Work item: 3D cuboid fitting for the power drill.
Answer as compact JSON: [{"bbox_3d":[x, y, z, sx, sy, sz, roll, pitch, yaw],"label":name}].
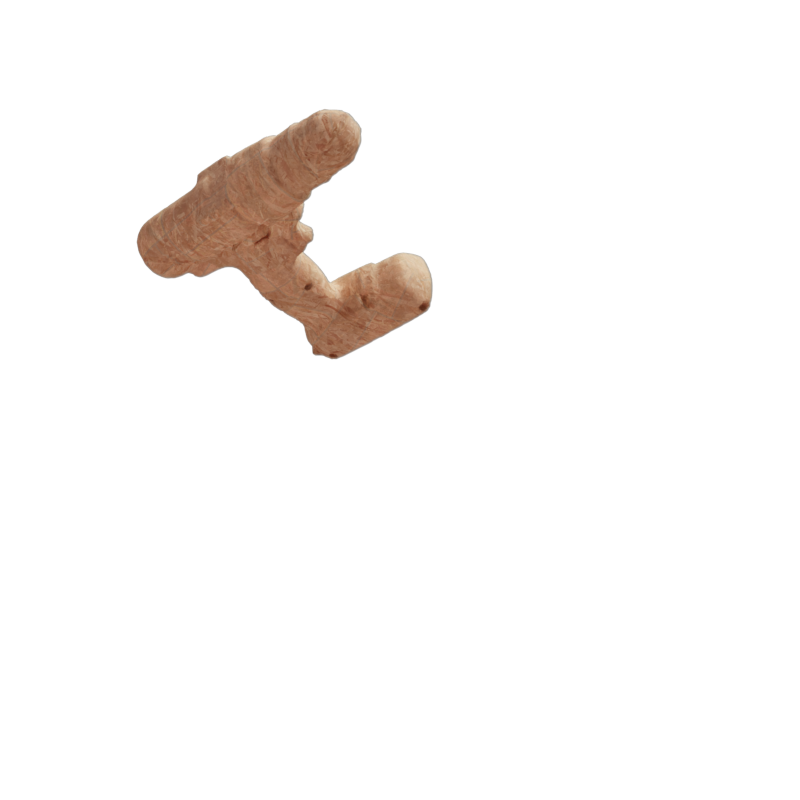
[{"bbox_3d":[-0.061,-0.111,0.775,0.185,0.061,0.175,-26,-43,30],"label":"power drill"}]
